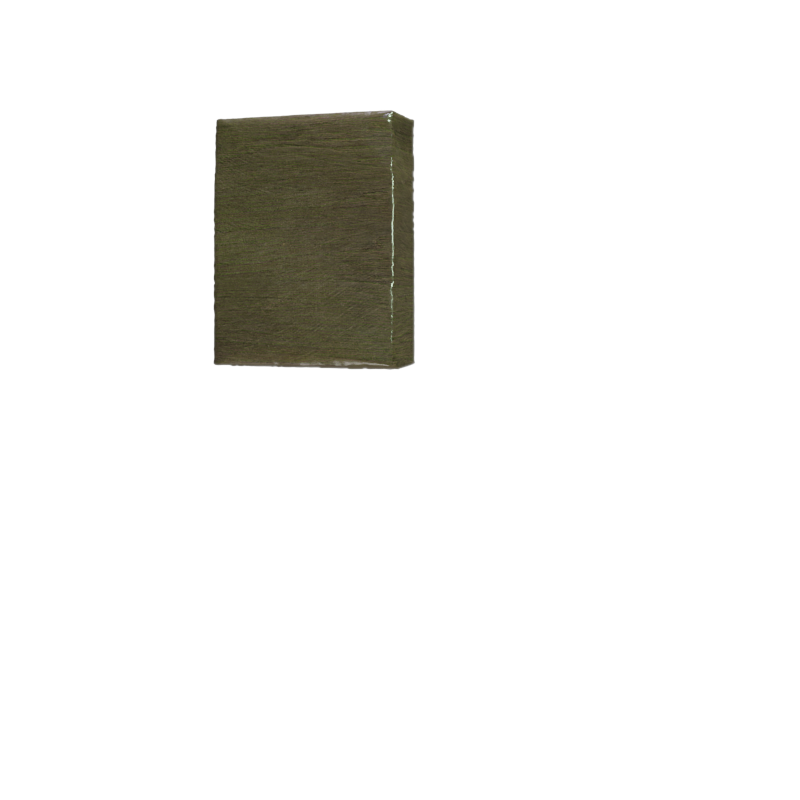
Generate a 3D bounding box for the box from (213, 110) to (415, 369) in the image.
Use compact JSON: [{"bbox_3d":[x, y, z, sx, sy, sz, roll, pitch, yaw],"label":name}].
[{"bbox_3d":[-0.074,-0.135,0.948,0.168,0.215,0.070,0,-1,18],"label":"box"}]
